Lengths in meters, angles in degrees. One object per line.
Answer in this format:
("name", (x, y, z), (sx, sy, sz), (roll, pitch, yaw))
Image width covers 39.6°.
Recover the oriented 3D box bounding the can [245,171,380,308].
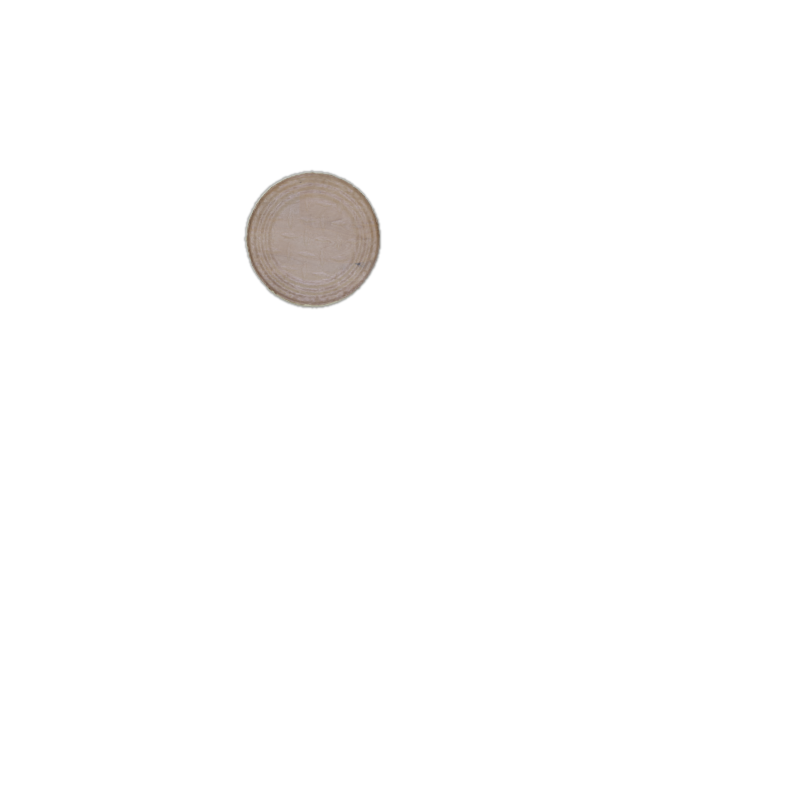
("can", (-0.056, -0.103, 0.720), (0.086, 0.087, 0.033), (0, -7, -1))
